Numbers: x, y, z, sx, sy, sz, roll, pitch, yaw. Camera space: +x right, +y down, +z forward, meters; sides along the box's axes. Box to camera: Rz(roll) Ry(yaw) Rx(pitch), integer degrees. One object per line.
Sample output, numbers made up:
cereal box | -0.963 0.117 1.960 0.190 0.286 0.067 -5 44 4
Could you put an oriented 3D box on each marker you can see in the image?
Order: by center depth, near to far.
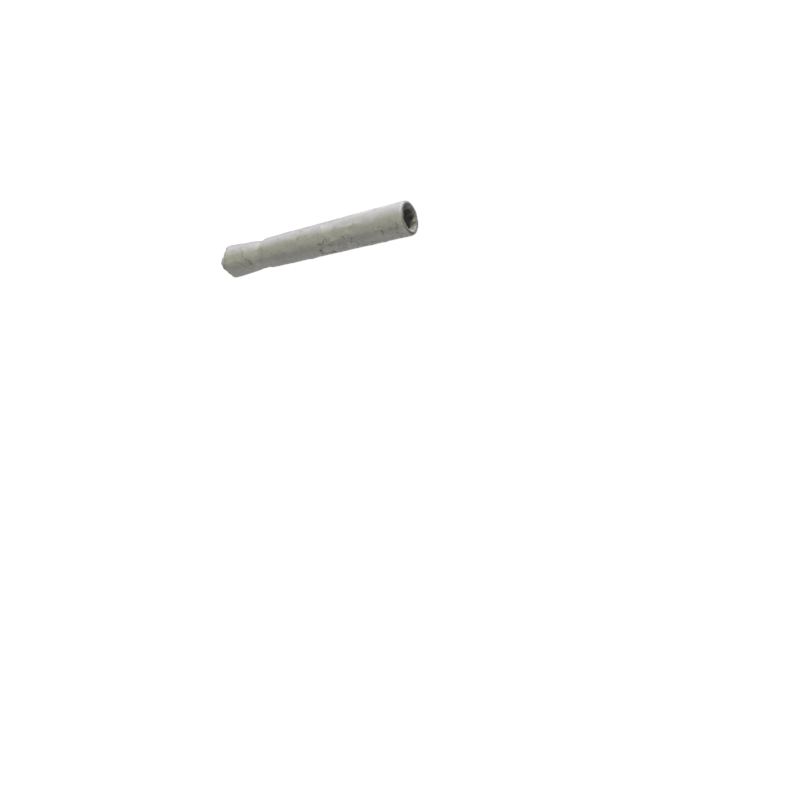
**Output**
marker | -0.047 -0.086 0.604 0.123 0.020 0.019 -9 -1 31
